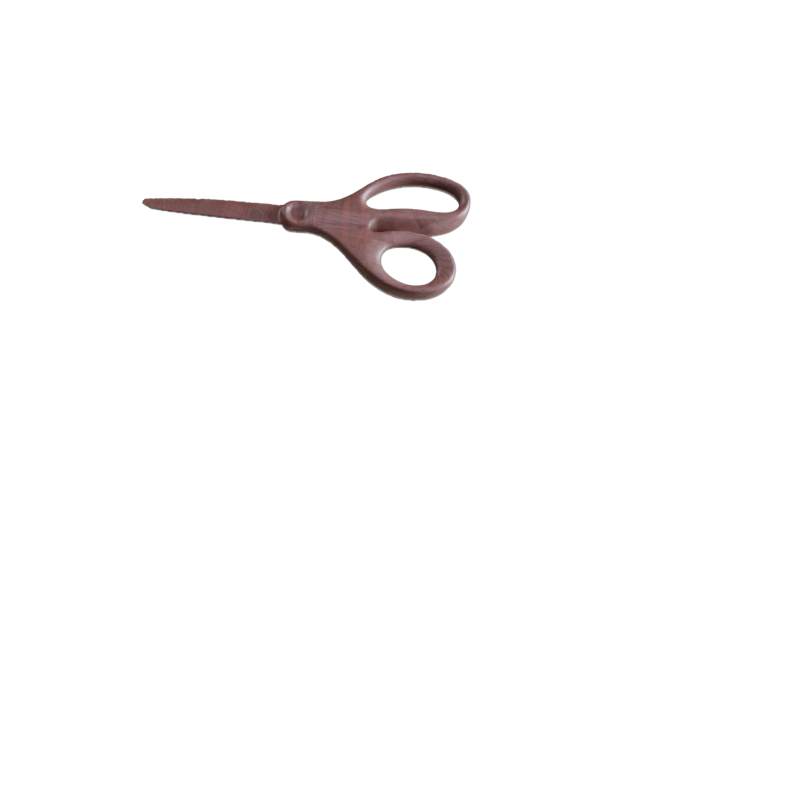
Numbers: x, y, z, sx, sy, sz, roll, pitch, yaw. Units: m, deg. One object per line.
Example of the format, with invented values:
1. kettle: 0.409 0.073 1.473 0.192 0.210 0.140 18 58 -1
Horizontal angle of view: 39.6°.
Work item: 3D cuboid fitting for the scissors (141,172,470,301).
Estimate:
1. scissors: -0.053 -0.096 0.676 0.200 0.103 0.015 -9 -30 -5
